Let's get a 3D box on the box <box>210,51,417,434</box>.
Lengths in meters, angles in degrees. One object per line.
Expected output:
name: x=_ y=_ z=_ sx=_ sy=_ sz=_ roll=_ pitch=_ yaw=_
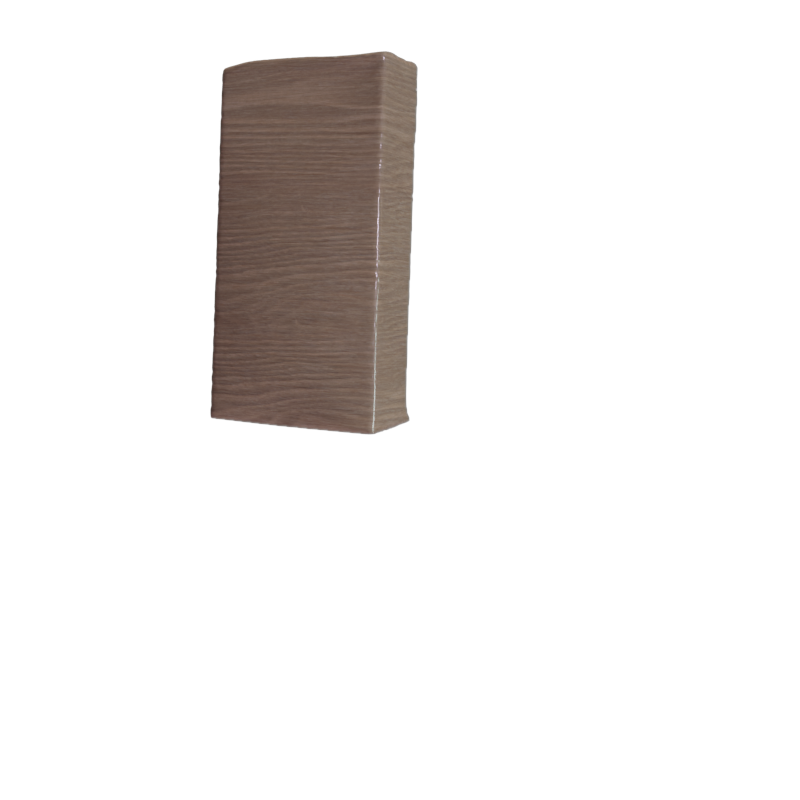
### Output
box: x=-0.043 y=-0.077 z=0.539 sx=0.096 sy=0.176 sz=0.046 roll=1 pitch=1 yaw=27
